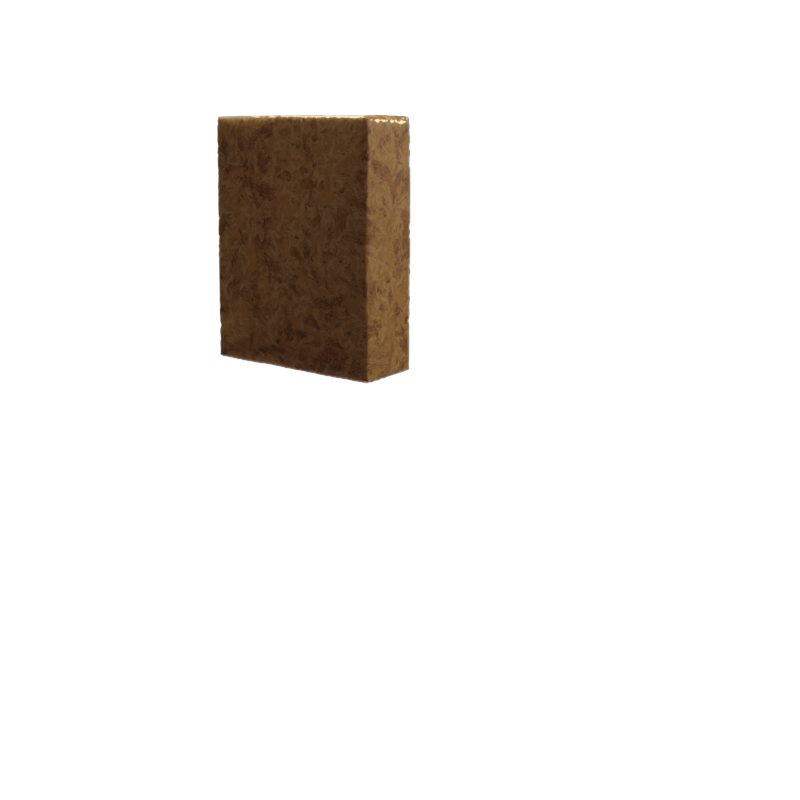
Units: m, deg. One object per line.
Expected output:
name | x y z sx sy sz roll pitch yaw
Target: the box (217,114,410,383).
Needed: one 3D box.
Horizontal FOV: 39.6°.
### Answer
box | -0.074 -0.135 0.943 0.172 0.210 0.070 8 10 37
